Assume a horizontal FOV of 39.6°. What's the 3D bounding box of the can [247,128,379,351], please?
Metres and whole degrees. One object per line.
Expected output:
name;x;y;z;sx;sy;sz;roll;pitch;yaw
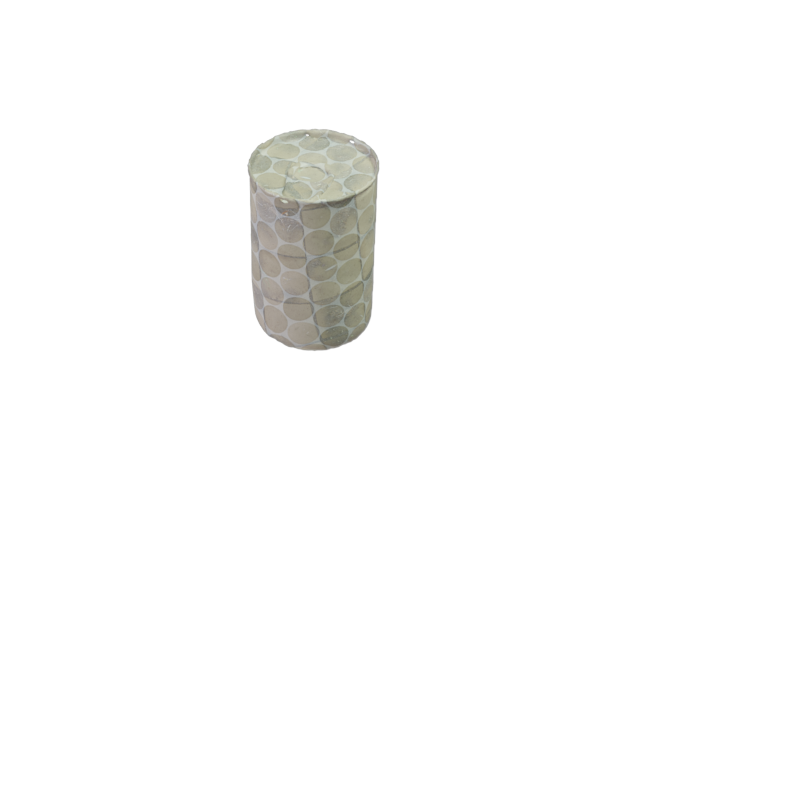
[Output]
can;-0.047;-0.086;0.600;0.068;0.095;0.073;0;41;-3
